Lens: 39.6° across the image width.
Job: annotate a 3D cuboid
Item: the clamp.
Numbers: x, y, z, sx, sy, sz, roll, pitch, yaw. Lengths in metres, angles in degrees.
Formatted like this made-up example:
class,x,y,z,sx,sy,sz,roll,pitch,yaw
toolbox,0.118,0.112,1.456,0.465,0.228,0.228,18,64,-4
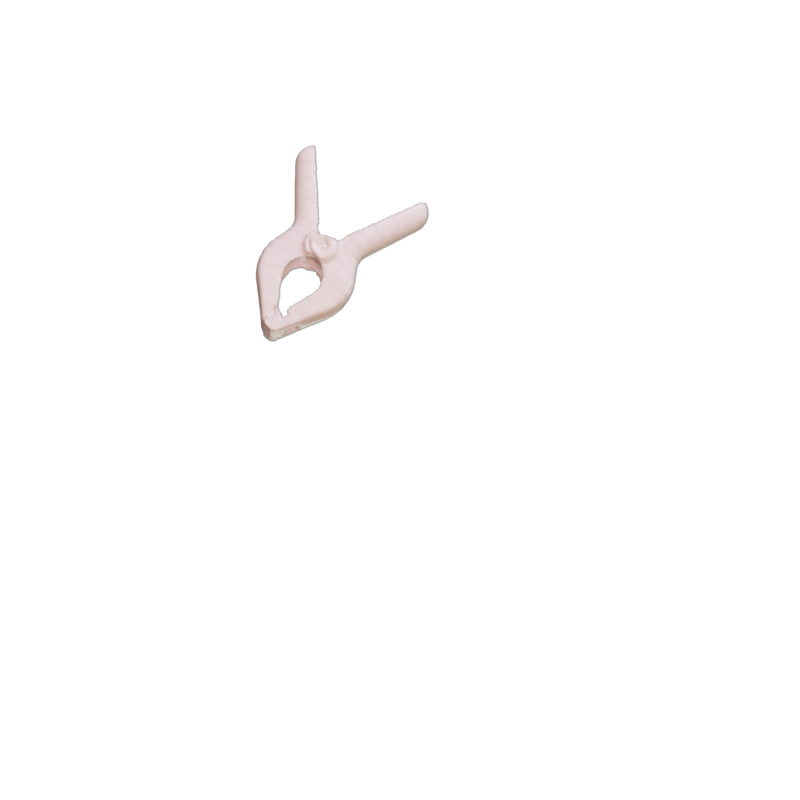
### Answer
class,x,y,z,sx,sy,sz,roll,pitch,yaw
clamp,-0.070,-0.128,0.895,0.125,0.175,0.037,33,-25,17
